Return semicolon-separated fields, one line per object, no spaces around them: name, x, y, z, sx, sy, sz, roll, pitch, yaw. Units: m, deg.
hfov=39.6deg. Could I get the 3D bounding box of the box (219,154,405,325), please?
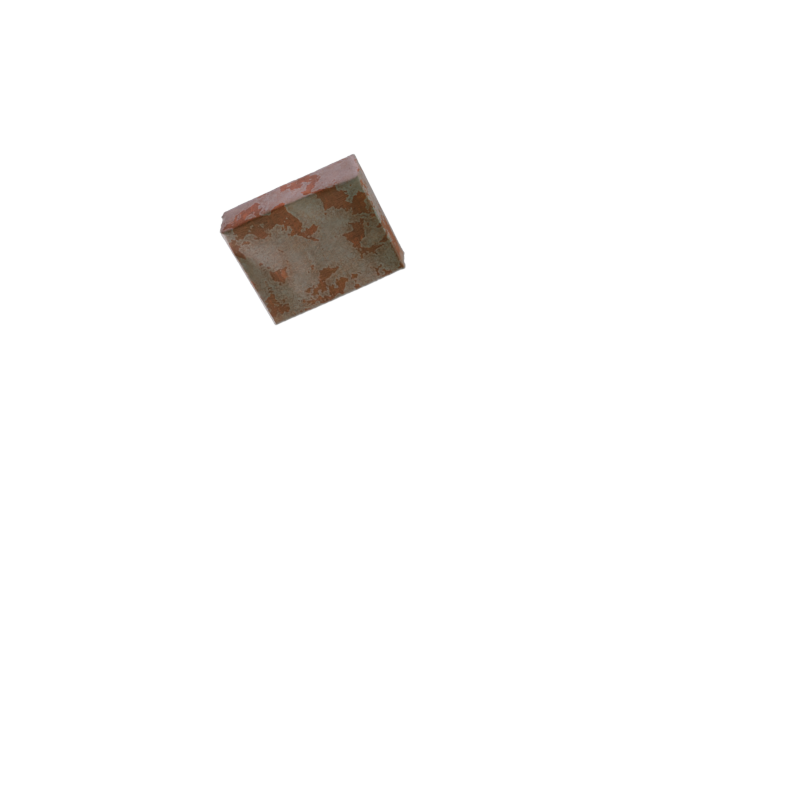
box;-0.065;-0.118;0.826;0.114;0.084;0.041;-21;29;12
